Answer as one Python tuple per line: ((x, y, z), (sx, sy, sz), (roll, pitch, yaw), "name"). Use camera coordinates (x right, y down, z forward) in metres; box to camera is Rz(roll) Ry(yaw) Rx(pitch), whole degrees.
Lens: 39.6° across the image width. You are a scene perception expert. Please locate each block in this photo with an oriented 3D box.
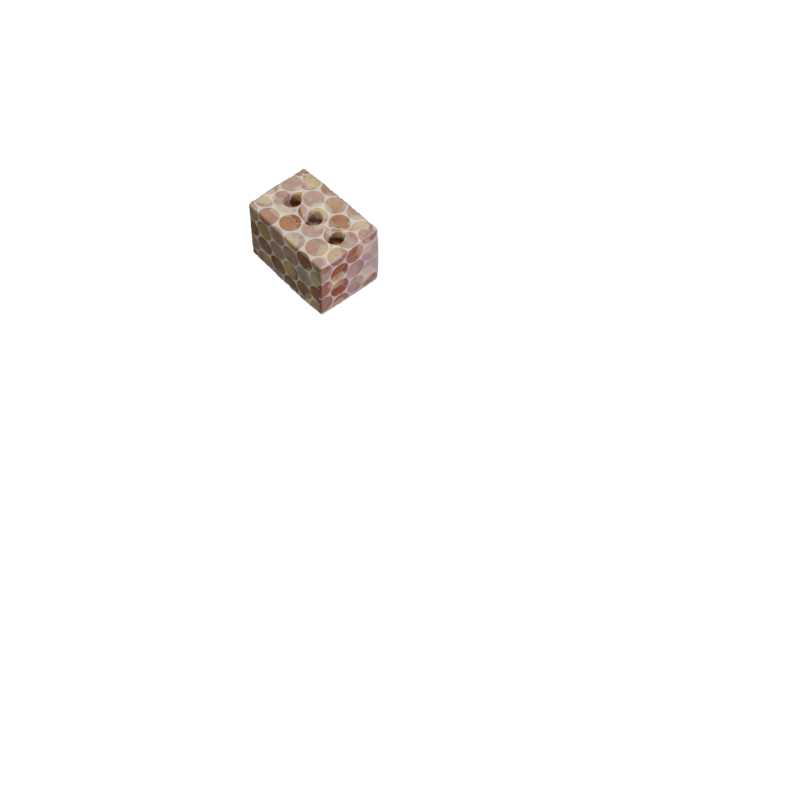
((-0.060, -0.109, 0.760), (0.053, 0.048, 0.083), (-36, 61, -25), "block")
